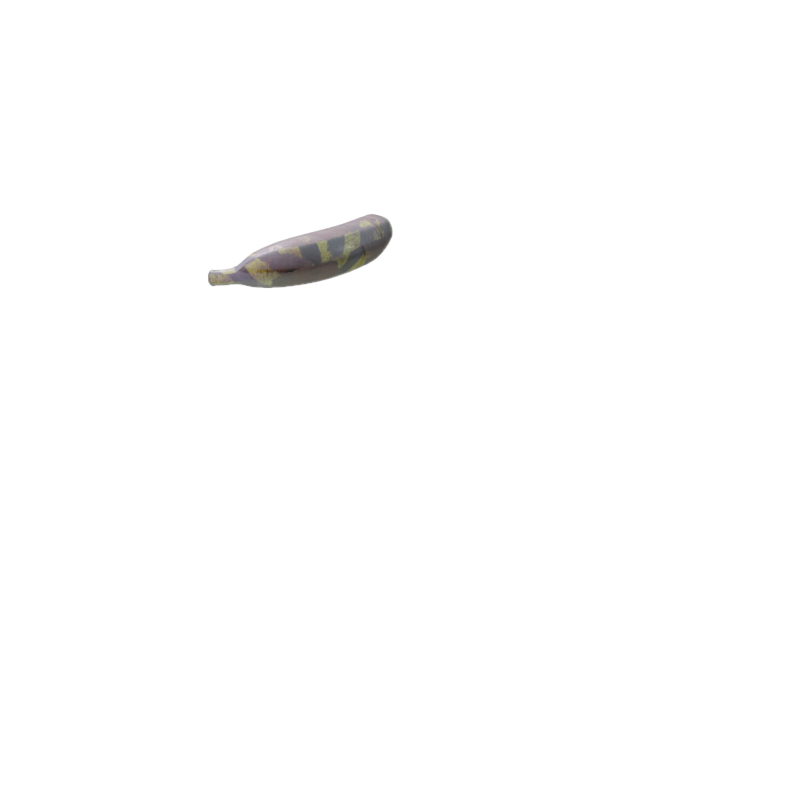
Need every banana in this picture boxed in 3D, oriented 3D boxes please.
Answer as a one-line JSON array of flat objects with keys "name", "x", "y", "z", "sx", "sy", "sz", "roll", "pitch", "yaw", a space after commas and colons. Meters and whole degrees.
[{"name": "banana", "x": -0.058, "y": -0.121, "z": 0.878, "sx": 0.073, "sy": 0.035, "sz": 0.195, "roll": 17, "pitch": 27, "yaw": 38}]
